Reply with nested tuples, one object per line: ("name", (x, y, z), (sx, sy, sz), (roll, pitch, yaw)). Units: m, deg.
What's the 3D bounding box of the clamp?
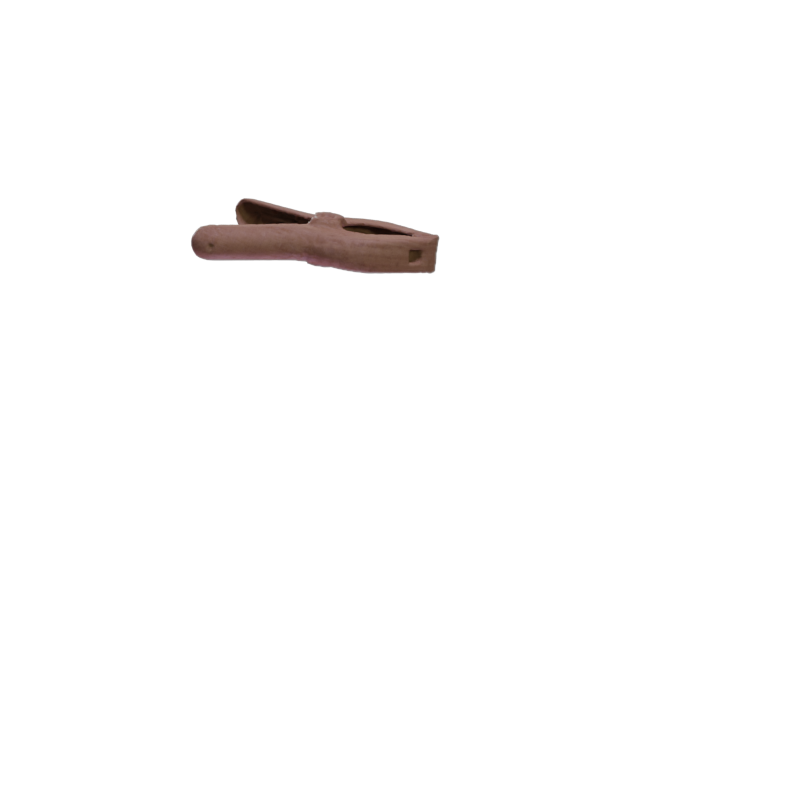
("clamp", (-0.062, -0.113, 0.795), (0.177, 0.037, 0.122), (9, 27, 18))
